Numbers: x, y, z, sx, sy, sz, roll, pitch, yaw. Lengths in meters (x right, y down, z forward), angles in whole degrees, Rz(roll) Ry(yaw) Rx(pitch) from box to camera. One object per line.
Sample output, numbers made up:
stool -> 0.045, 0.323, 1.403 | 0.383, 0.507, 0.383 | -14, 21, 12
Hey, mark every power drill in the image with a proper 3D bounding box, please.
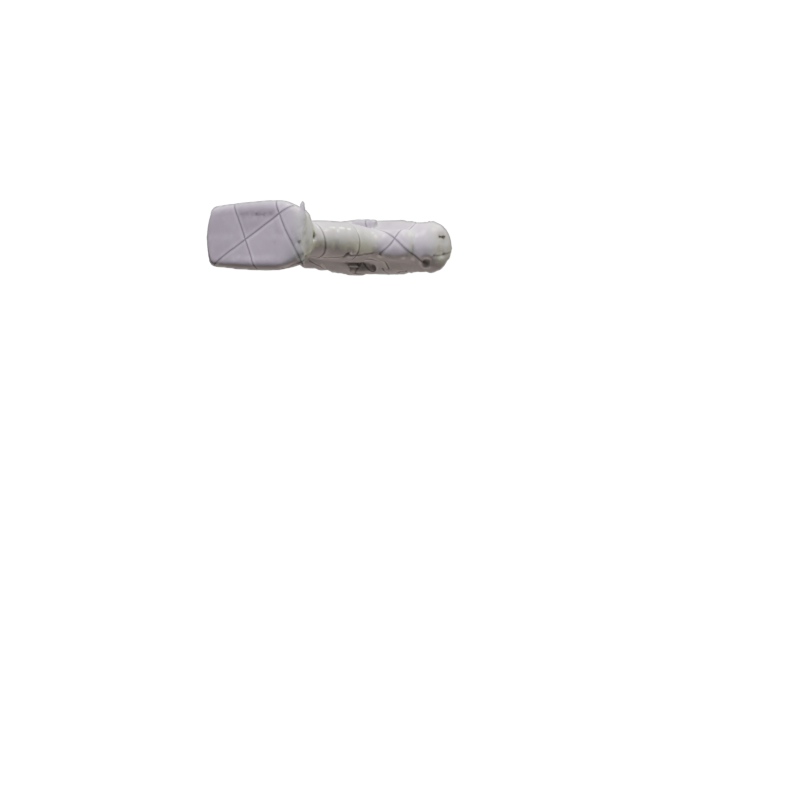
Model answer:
power drill -> -0.077, -0.140, 0.980 | 0.192, 0.057, 0.180 | 4, 6, 43
